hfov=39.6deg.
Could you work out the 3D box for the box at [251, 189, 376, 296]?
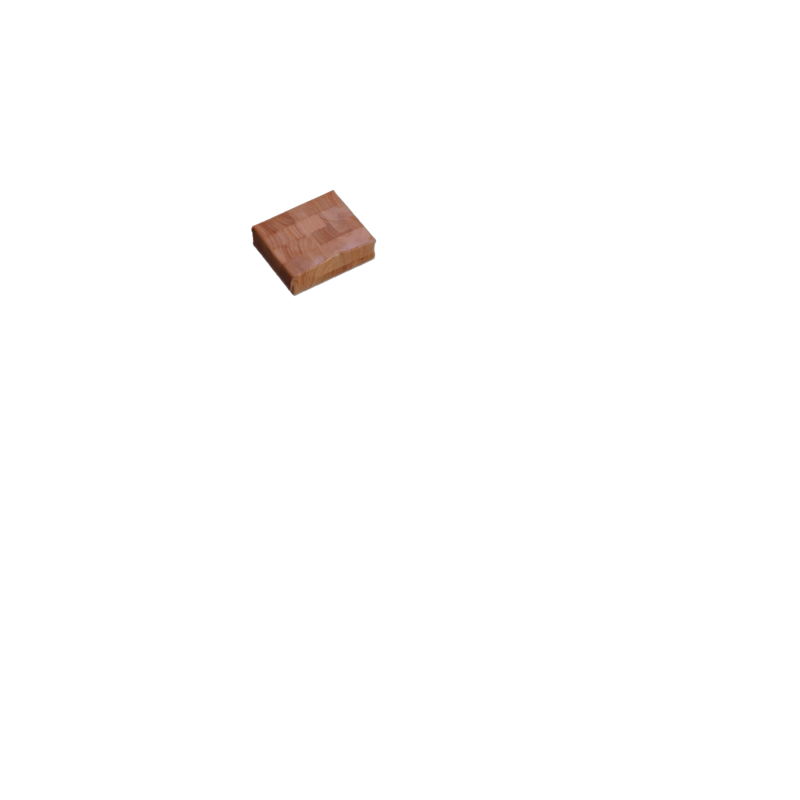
[{"bbox_3d":[-0.078,-0.142,0.992,0.089,0.079,0.028,-26,-34,-20],"label":"box"}]
